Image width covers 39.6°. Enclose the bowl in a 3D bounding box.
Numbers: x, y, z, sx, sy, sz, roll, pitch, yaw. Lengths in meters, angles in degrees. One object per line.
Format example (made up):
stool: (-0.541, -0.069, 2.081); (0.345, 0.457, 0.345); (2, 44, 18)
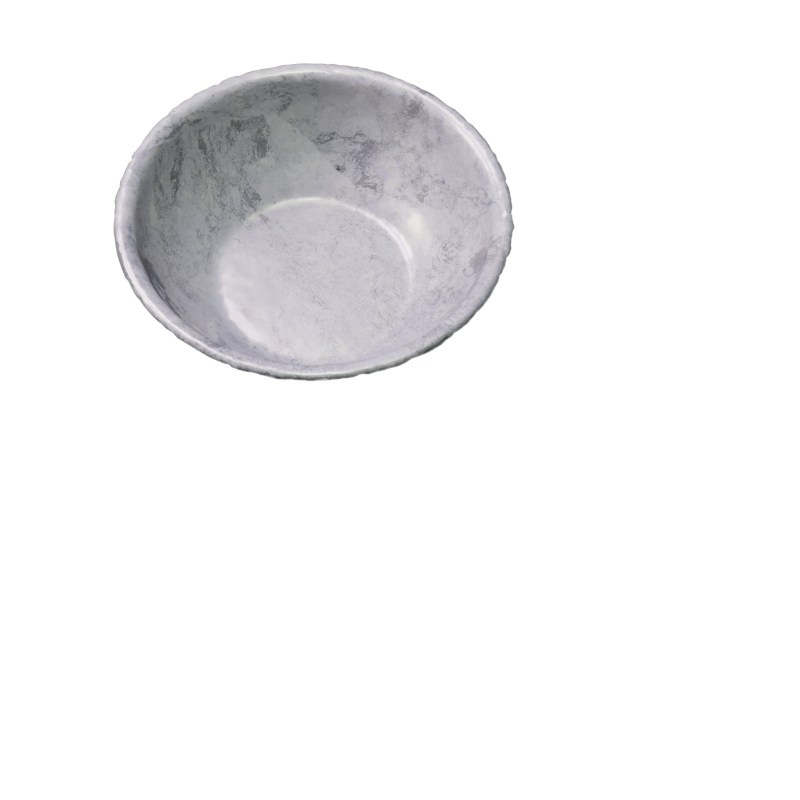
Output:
bowl: (-0.037, -0.067, 0.470); (0.162, 0.173, 0.051); (-1, -34, -1)
